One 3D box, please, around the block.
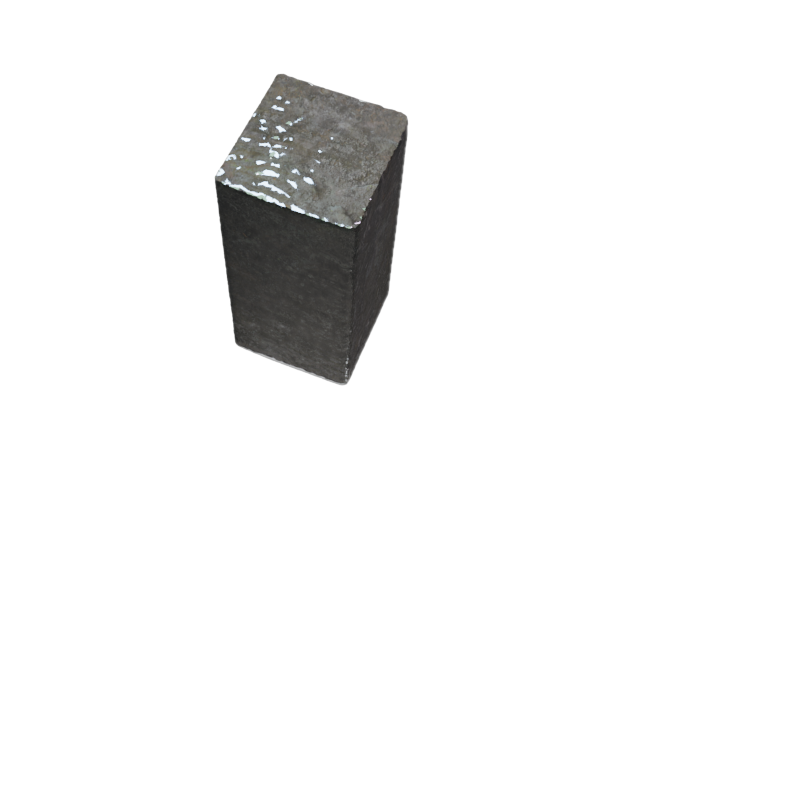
[{"bbox_3d":[-0.057,-0.104,0.730,0.092,0.094,0.194,21,-27,7],"label":"block"}]
